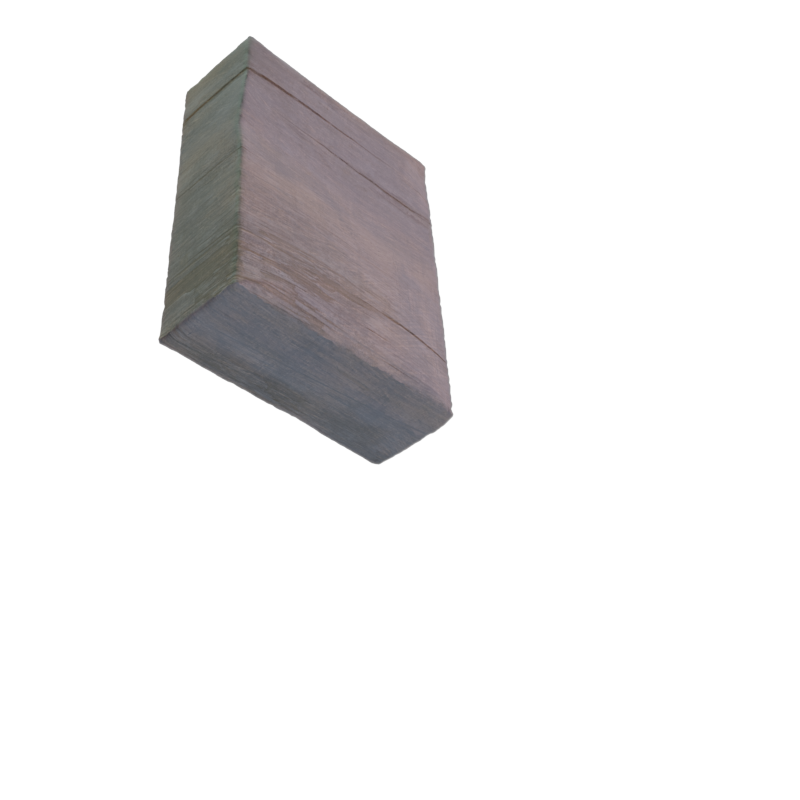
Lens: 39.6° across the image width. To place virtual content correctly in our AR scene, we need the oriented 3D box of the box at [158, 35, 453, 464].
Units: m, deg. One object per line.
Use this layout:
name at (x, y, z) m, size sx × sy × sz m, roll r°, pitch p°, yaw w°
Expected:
box at (-0.051, -0.094, 0.657) m, size 0.154 × 0.230 × 0.071 m, roll 31°, pitch -52°, yaw -33°
